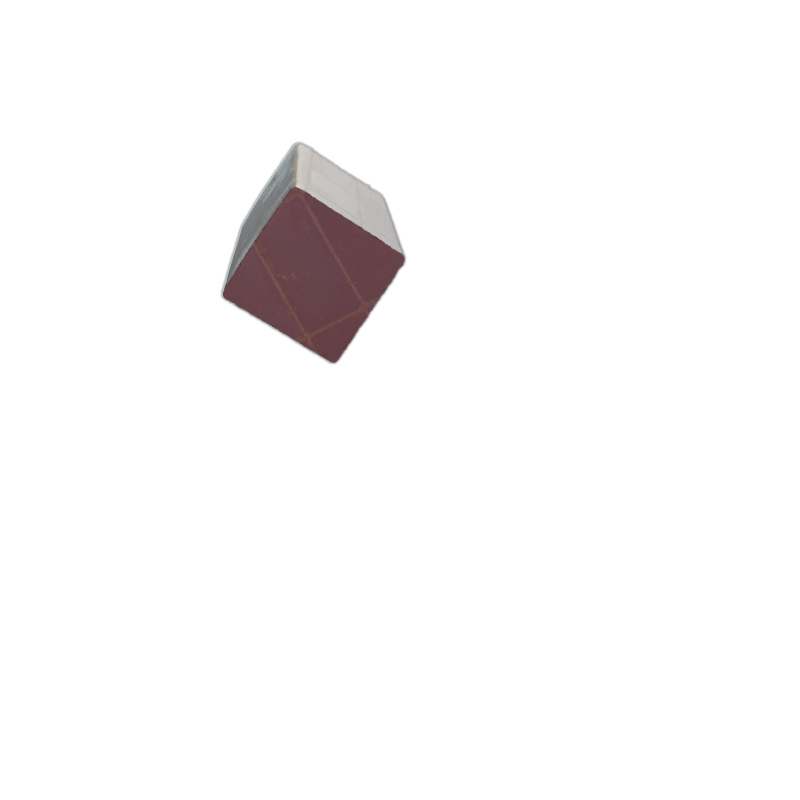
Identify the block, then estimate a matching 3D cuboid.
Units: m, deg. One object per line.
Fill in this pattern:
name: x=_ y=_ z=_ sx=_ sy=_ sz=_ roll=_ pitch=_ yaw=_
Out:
block: x=-0.064 y=-0.117 z=0.814 sx=0.088 sy=0.089 sz=0.214 roll=32 pitch=14 yaw=-13
